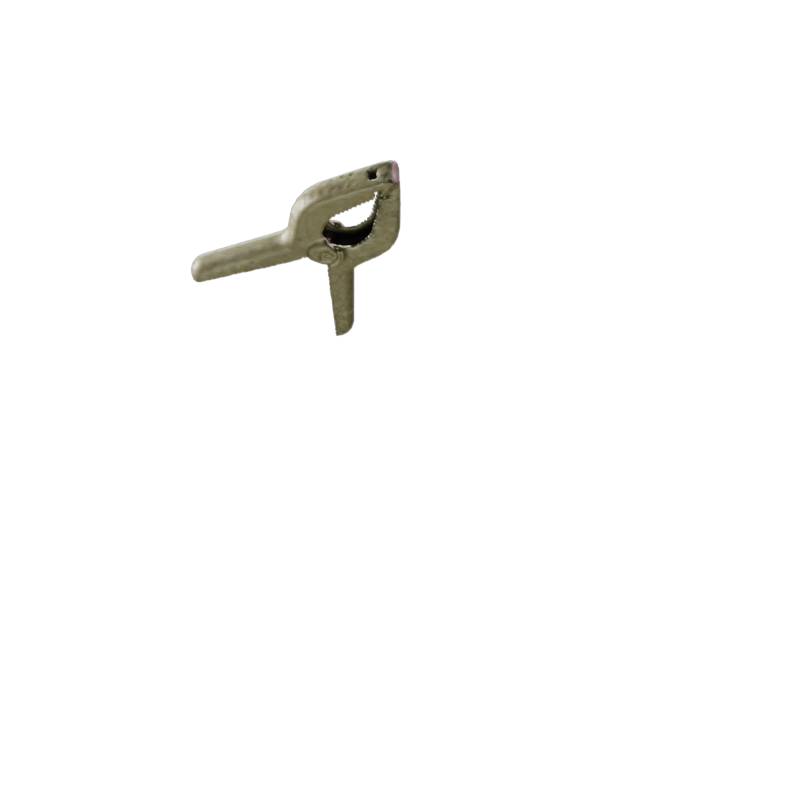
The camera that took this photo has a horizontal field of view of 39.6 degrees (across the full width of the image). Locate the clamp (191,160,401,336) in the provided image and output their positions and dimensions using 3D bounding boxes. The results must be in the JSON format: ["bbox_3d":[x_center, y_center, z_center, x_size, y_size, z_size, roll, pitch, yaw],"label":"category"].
[{"bbox_3d":[-0.074,-0.135,0.948,0.158,0.039,0.204,17,-39,-22],"label":"clamp"}]
